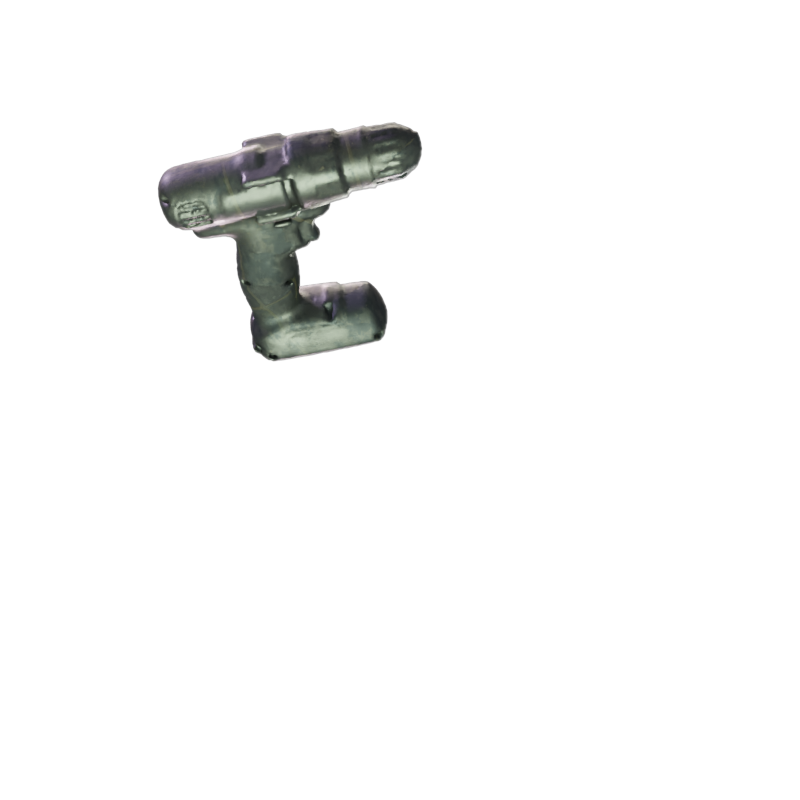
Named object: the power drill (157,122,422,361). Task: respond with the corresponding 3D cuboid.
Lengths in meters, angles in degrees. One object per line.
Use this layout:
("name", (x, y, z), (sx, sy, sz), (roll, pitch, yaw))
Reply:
("power drill", (-0.063, -0.115, 0.808), (0.186, 0.062, 0.173), (-9, -44, 9))
